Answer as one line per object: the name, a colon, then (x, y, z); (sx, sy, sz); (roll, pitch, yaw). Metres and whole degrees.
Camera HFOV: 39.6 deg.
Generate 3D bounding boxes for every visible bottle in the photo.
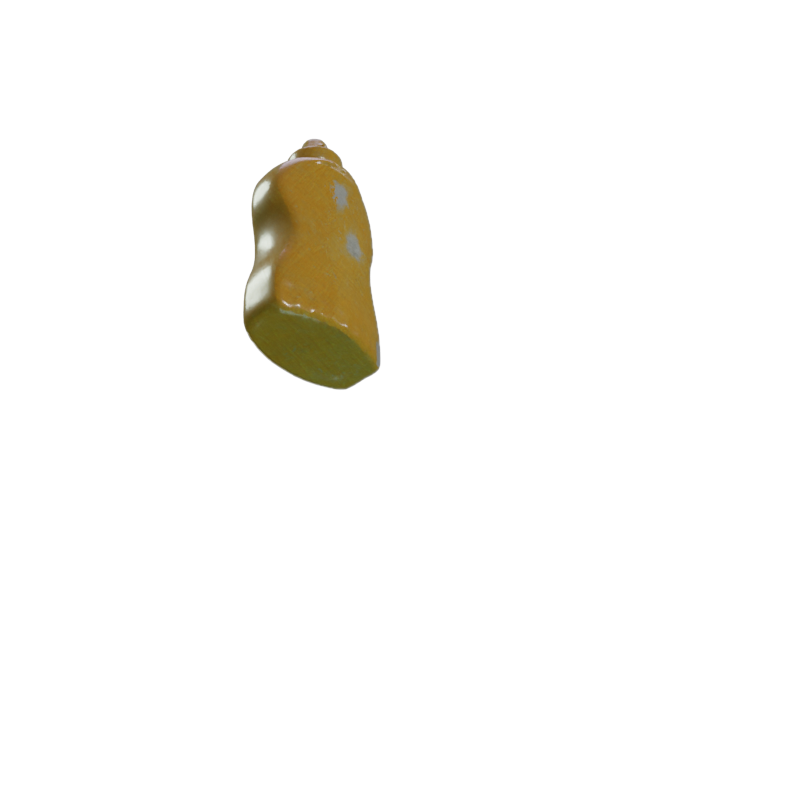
bottle: (-0.058, -0.107, 0.746); (0.090, 0.206, 0.058); (31, -51, -34)
